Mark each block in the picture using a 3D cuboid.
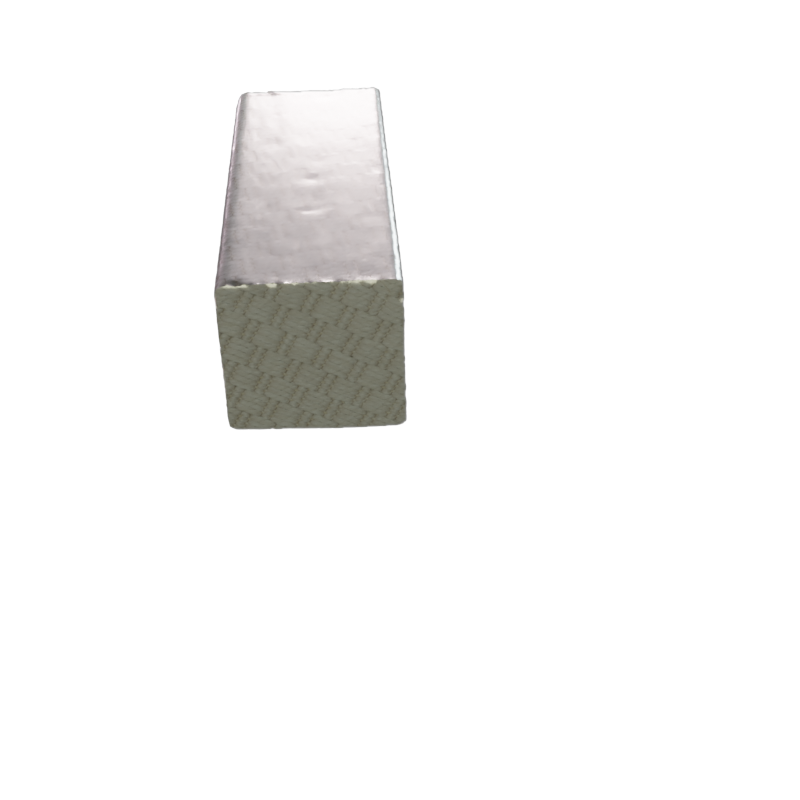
[{"bbox_3d":[-0.049,-0.087,0.613,0.090,0.085,0.221,-3,38,-2],"label":"block"}]
